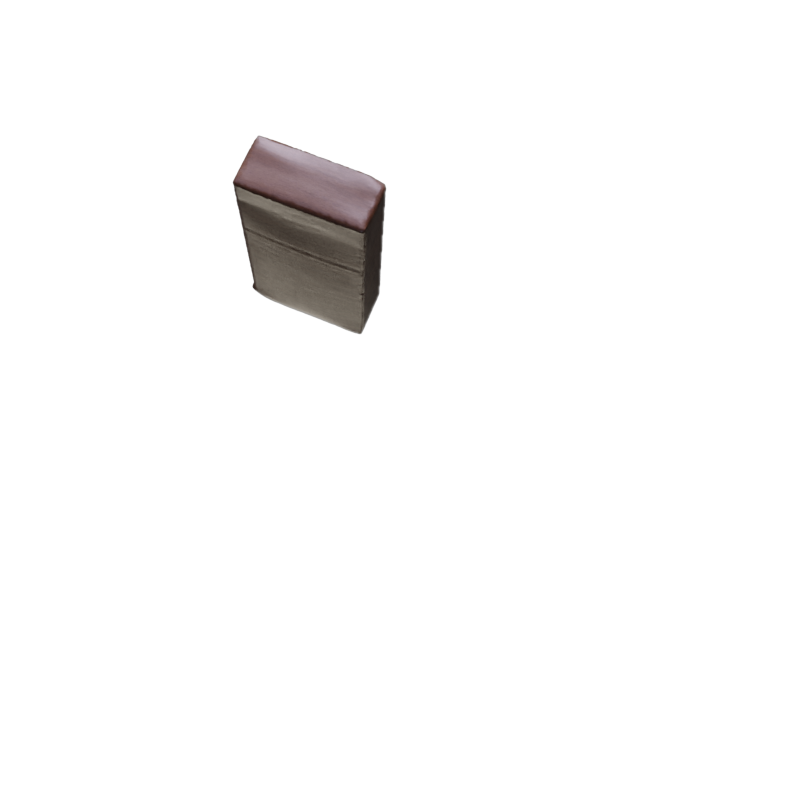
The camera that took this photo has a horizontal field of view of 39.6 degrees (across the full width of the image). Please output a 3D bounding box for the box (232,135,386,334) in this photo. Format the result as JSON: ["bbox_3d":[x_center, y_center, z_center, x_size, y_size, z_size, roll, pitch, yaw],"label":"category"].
[{"bbox_3d":[-0.060,-0.110,0.771,0.095,0.050,0.167,23,-21,6],"label":"box"}]
